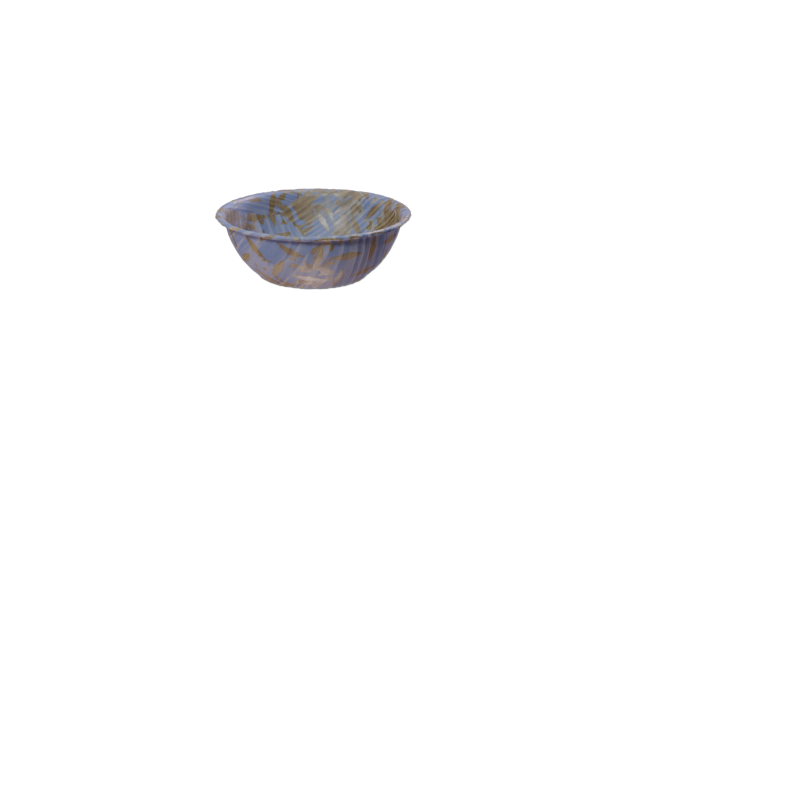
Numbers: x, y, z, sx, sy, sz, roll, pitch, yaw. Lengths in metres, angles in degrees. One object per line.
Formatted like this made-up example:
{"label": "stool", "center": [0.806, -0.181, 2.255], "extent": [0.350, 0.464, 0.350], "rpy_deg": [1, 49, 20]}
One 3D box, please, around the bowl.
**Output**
{"label": "bowl", "center": [-0.072, -0.132, 0.925], "extent": [0.162, 0.053, 0.170], "rpy_deg": [-1, 23, -2]}
